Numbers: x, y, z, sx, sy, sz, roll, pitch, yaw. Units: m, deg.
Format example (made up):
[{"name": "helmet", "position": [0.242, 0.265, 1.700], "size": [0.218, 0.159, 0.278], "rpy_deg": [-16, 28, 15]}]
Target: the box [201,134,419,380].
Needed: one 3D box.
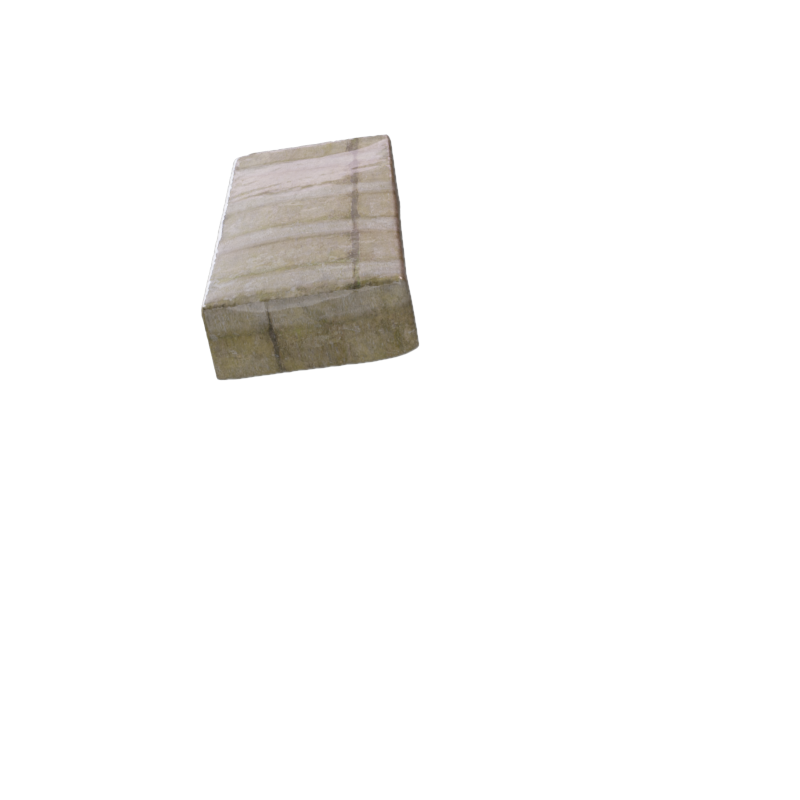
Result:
[{"name": "box", "position": [-0.044, -0.080, 0.562], "size": [0.094, 0.045, 0.188], "rpy_deg": [-9, 34, 2]}]
